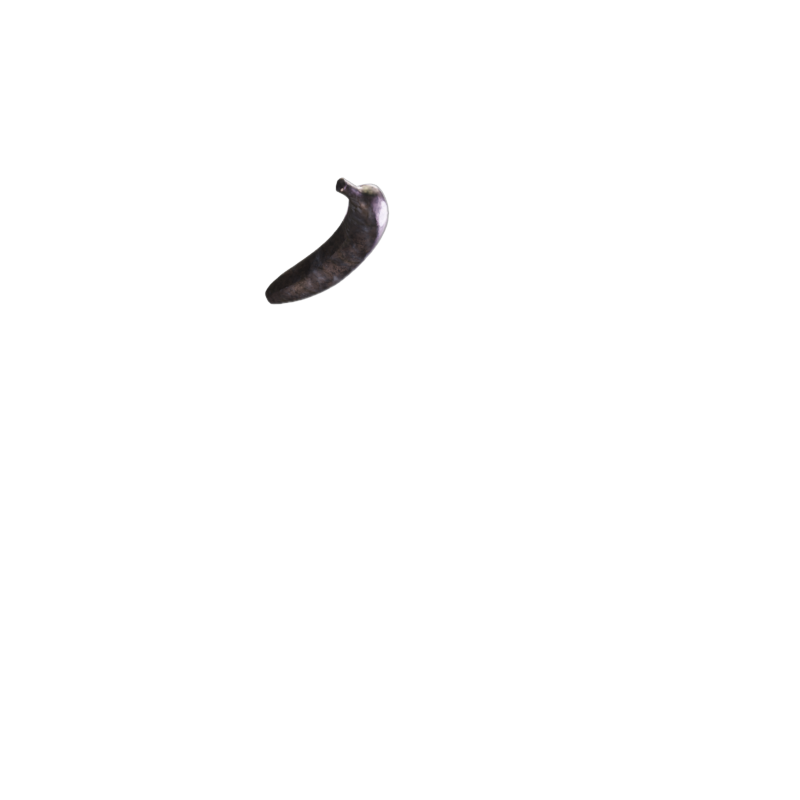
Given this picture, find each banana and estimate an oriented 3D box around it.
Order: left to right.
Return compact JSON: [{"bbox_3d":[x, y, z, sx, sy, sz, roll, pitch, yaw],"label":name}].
[{"bbox_3d":[-0.058,-0.138,0.975,0.067,0.039,0.191,12,-32,-21],"label":"banana"}]
